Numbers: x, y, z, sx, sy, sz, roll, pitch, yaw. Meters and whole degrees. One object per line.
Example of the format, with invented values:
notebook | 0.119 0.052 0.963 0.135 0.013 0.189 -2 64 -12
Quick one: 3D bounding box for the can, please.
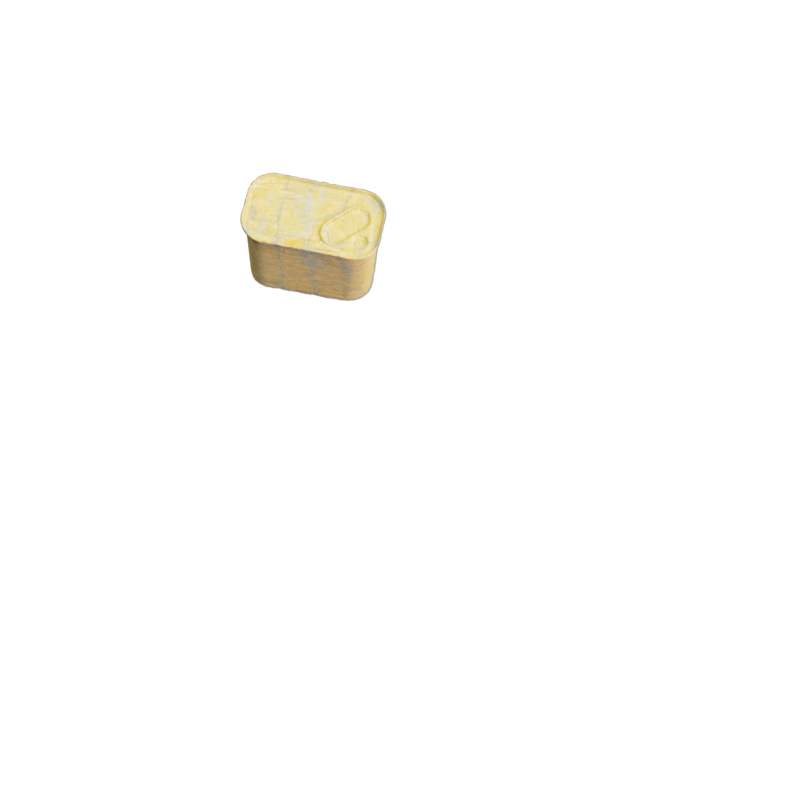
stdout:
can | -0.065 -0.118 0.827 0.103 0.060 0.079 11 -23 3
